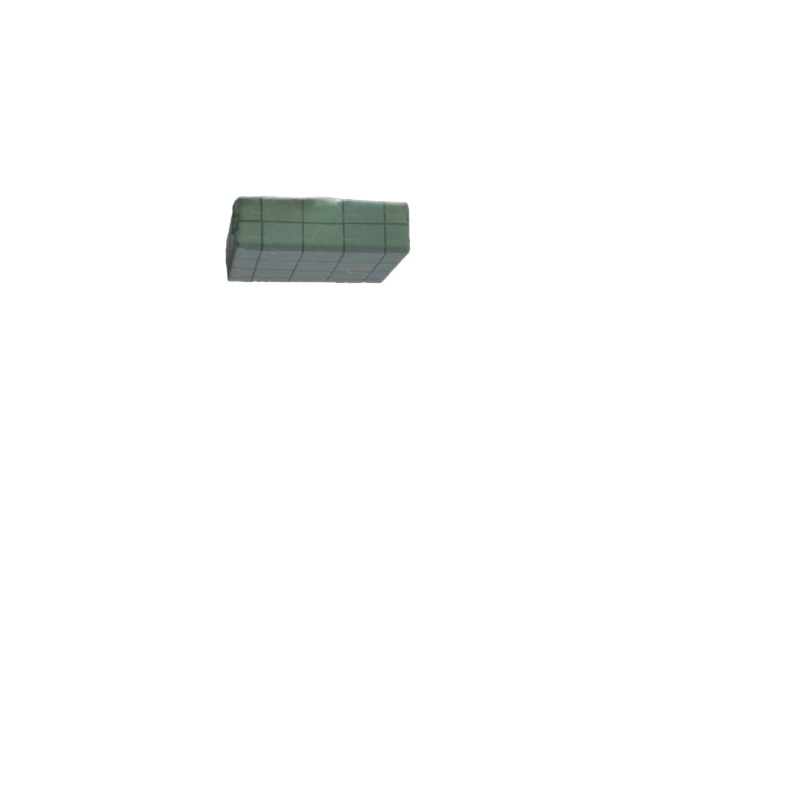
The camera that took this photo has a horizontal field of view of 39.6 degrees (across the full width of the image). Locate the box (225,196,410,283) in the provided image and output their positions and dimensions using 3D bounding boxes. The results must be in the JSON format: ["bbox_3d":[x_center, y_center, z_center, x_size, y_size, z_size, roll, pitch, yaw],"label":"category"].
[{"bbox_3d":[-0.045,-0.083,0.579,0.088,0.031,0.072,1,-8,-9],"label":"box"}]
